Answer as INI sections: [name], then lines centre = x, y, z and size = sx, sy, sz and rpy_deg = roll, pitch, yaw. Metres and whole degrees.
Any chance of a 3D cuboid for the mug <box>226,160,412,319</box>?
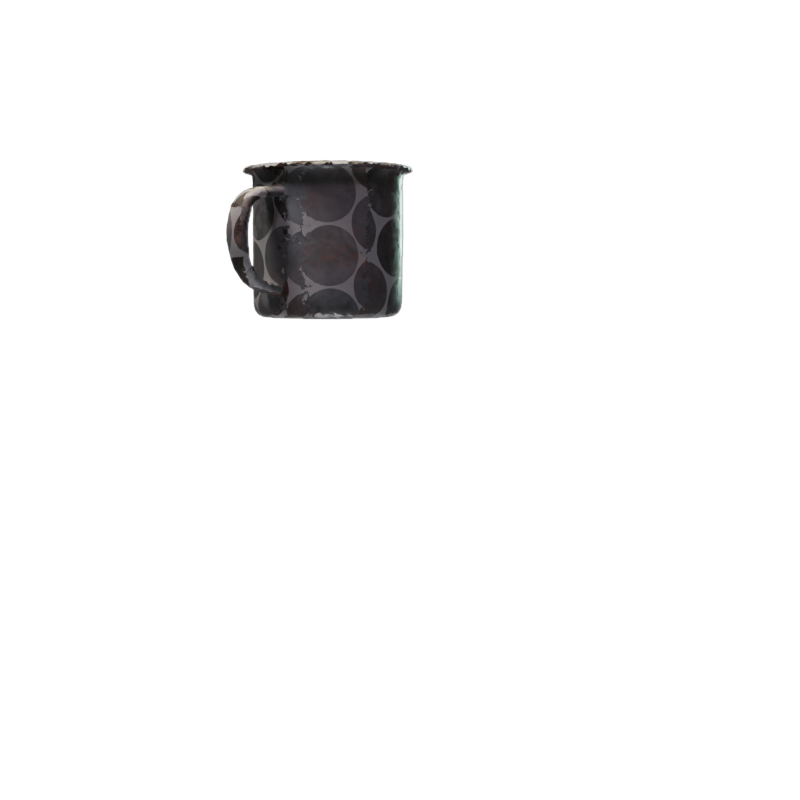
[mug]
centre = -0.047, -0.086, 0.599
size = 0.097, 0.081, 0.113
rpy_deg = 3, 5, 39
